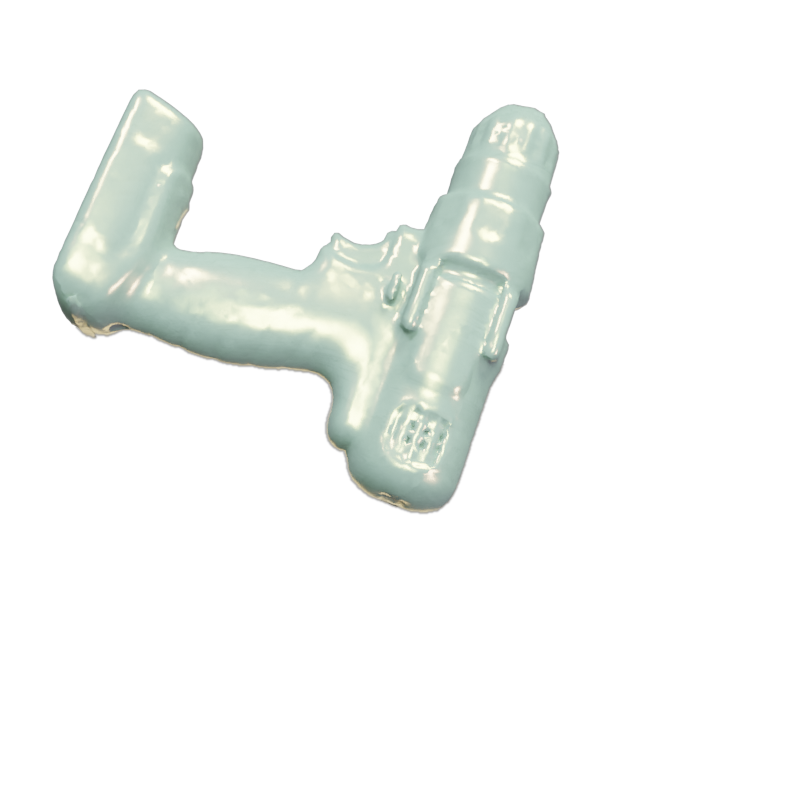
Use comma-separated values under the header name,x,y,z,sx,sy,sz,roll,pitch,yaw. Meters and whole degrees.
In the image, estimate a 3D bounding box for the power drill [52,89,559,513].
name,x,y,z,sx,sy,sz,roll,pitch,yaw
power drill,-0.037,-0.068,0.473,0.190,0.191,0.055,18,-20,7
